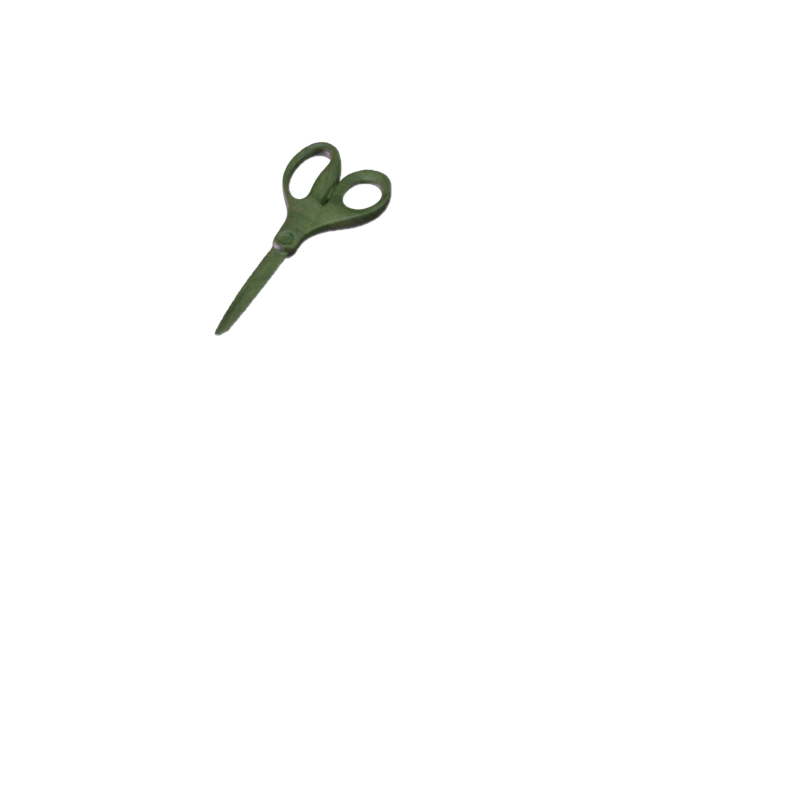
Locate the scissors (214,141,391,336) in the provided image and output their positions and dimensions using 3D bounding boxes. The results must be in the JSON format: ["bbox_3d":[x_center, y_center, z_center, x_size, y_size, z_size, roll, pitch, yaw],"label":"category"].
[{"bbox_3d":[-0.066,-0.119,0.837,0.097,0.213,0.015,9,-37,6],"label":"scissors"}]
